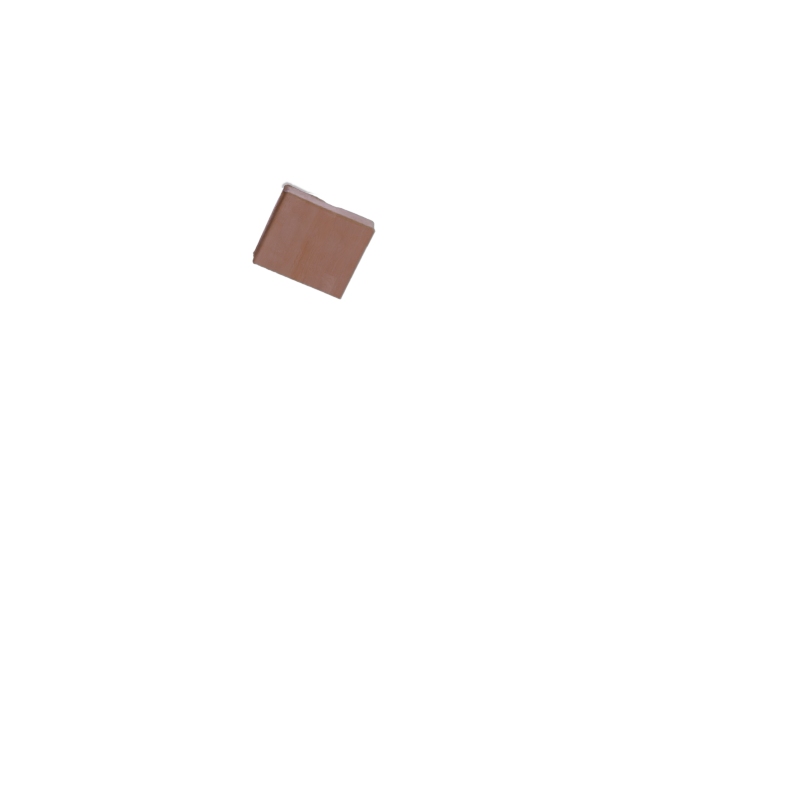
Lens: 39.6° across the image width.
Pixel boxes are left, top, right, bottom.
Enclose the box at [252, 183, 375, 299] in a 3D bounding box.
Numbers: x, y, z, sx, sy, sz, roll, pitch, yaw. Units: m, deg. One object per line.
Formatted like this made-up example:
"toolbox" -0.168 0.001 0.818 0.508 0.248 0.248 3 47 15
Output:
"box" -0.077 -0.141 0.984 0.088 0.071 0.032 23 20 -9
